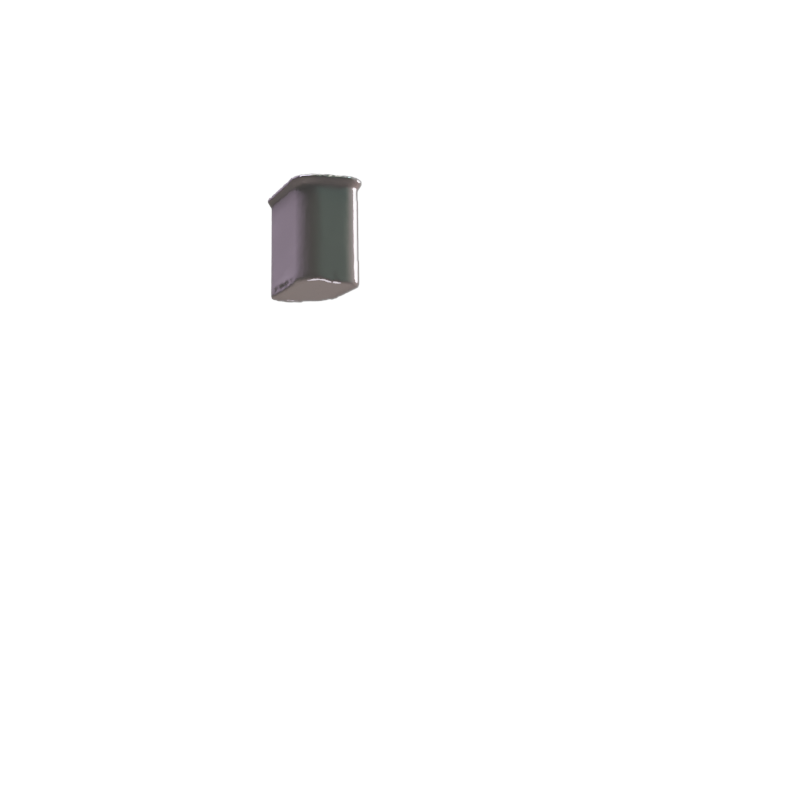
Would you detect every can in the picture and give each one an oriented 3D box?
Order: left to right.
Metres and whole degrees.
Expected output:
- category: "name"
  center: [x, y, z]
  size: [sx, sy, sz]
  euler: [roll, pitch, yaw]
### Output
- category: "can"
  center: [-0.069, -0.126, 0.880]
  size: [0.056, 0.086, 0.102]
  euler: [3, -9, -21]
